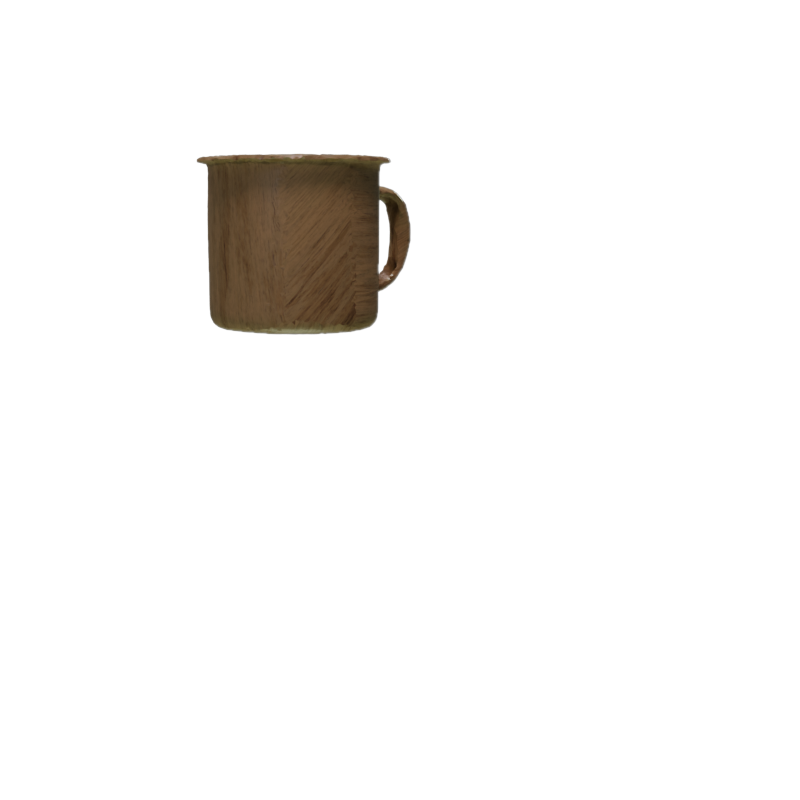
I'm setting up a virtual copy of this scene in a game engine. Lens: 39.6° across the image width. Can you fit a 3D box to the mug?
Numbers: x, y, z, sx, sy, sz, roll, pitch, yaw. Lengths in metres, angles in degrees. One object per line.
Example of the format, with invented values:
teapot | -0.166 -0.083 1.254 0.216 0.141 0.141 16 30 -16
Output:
mug | -0.042 -0.077 0.542 0.113 0.081 0.097 -6 9 -40
